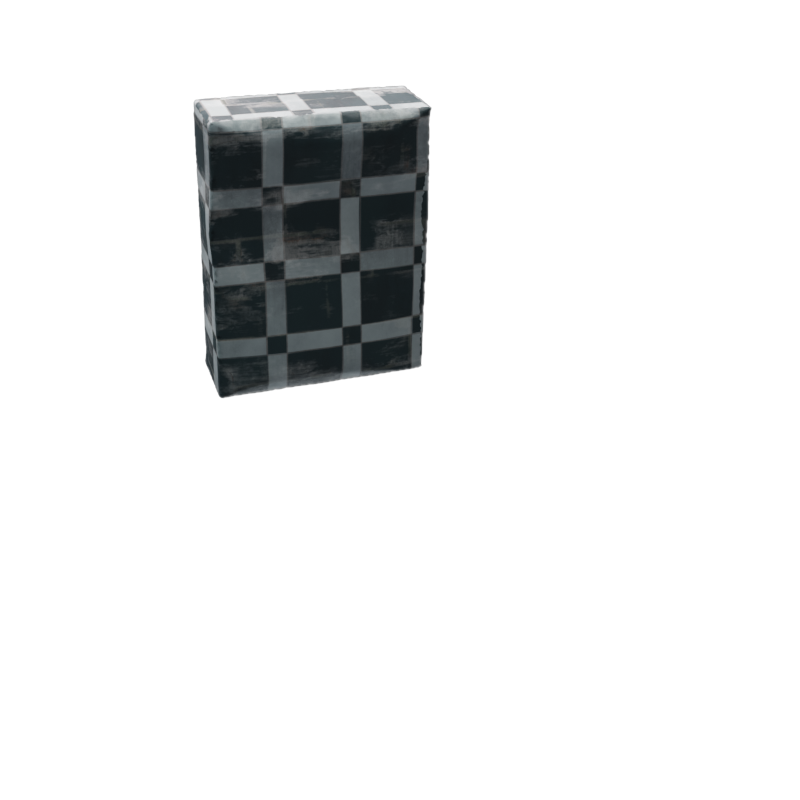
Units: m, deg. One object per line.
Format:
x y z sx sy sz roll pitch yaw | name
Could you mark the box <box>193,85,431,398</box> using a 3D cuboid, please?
-0.065 -0.118 0.825 0.161 0.203 0.077 -7 25 -16 | box
